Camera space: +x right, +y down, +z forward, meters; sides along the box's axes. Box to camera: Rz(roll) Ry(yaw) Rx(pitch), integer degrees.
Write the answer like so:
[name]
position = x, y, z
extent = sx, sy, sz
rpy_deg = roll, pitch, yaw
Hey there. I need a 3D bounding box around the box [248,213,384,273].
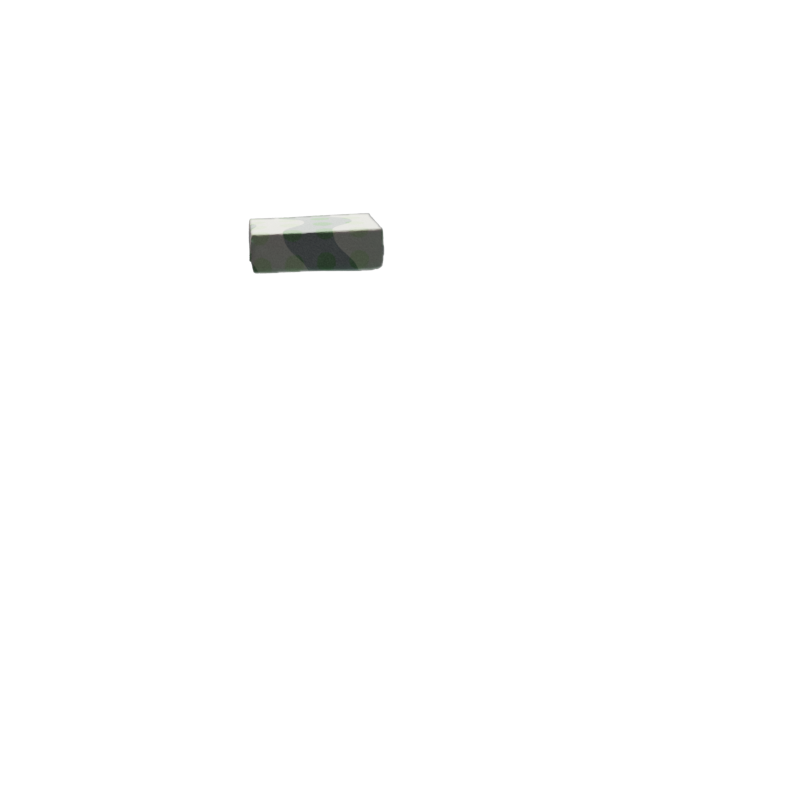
[box]
position = -0.076, -0.138, 0.965
extent = 0.113, 0.038, 0.094
rpy_deg = -2, 17, -6
